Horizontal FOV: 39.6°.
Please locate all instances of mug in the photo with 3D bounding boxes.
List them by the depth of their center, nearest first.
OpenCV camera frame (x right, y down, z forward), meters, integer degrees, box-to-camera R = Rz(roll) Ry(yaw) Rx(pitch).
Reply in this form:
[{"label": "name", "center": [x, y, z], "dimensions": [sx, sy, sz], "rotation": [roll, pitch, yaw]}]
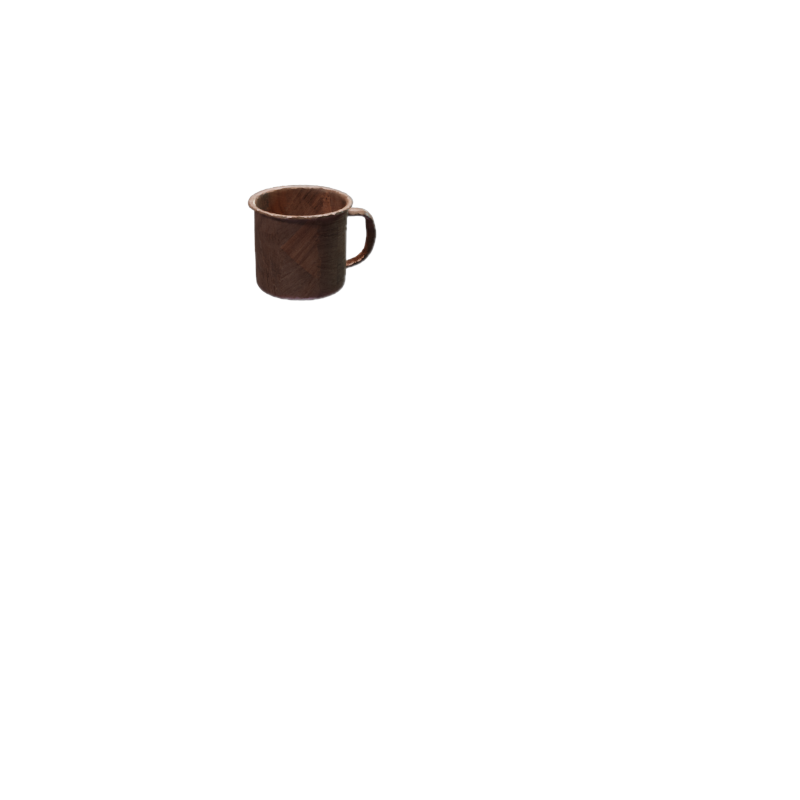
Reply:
[{"label": "mug", "center": [-0.078, -0.142, 0.994], "dimensions": [0.115, 0.077, 0.100], "rotation": [-9, 27, -19]}]
